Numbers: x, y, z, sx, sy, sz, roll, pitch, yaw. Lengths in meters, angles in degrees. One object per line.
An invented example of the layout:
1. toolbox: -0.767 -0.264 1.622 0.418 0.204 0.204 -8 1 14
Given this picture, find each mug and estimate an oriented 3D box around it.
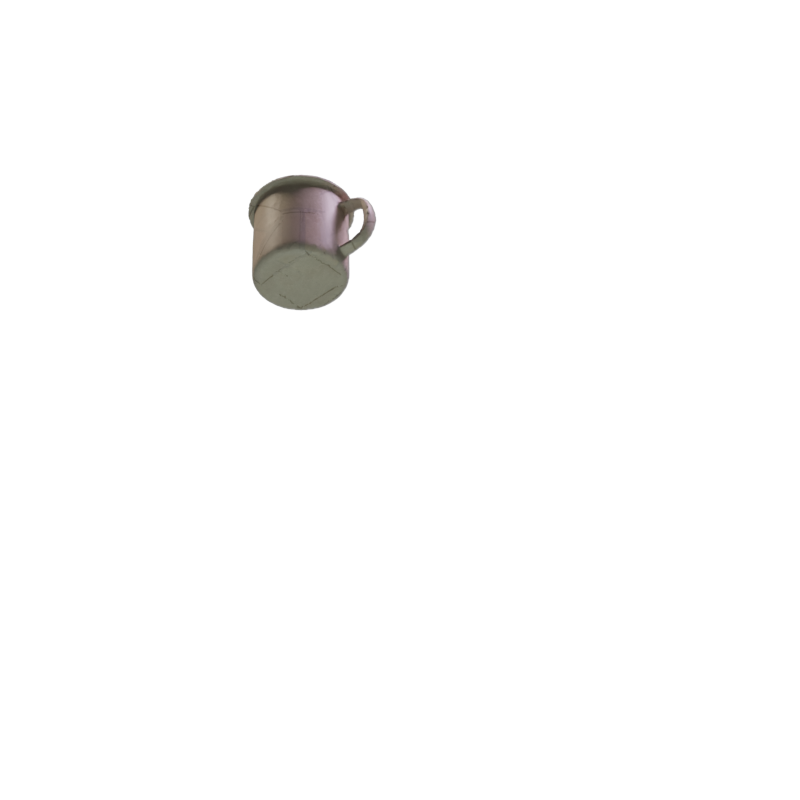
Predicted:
1. mug: -0.074 -0.134 0.940 0.118 0.087 0.086 -18 -42 19
